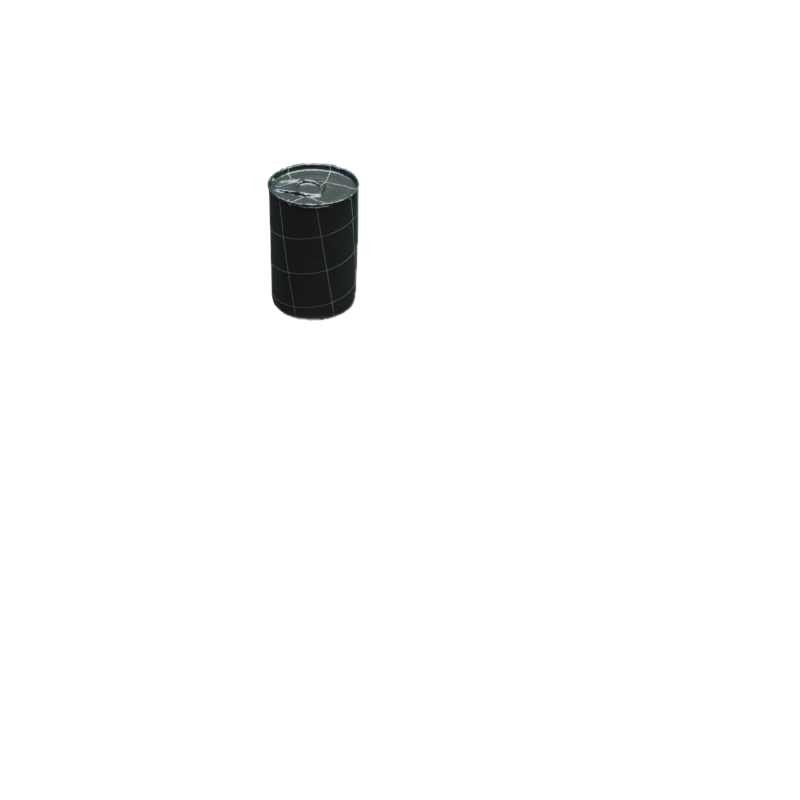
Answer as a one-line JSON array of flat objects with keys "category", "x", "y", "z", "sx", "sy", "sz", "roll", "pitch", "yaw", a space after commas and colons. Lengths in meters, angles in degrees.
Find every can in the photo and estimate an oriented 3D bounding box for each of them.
[{"category": "can", "x": -0.066, "y": -0.121, "z": 0.845, "sx": 0.068, "sy": 0.096, "sz": 0.073, "roll": 0, "pitch": 34, "yaw": -3}]
